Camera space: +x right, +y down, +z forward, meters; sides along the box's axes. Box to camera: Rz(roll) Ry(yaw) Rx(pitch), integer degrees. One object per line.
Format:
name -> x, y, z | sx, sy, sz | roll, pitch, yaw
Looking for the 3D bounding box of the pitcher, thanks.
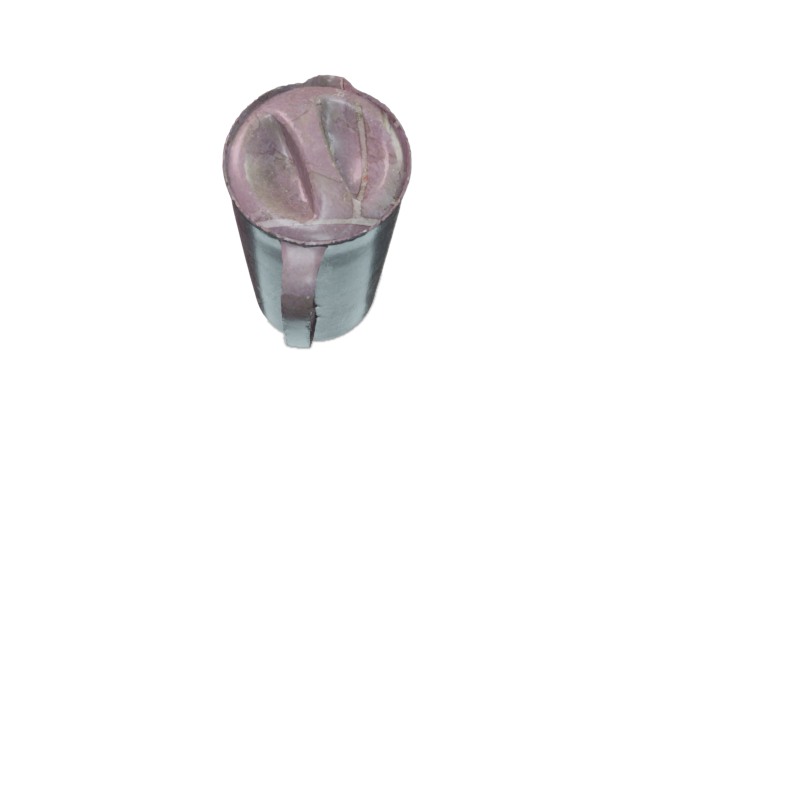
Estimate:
pitcher -> -0.069, -0.125, 0.877 | 0.150, 0.152, 0.231 | -37, -14, -15
